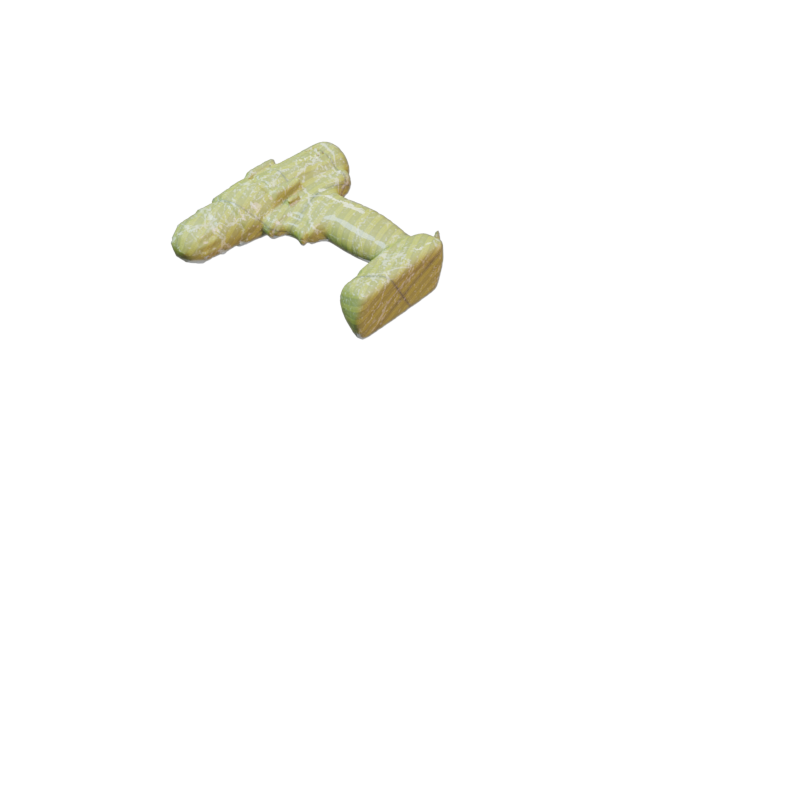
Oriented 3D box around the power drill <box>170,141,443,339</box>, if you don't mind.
[{"bbox_3d":[-0.073,-0.133,0.929,0.186,0.053,0.200,-36,58,-27],"label":"power drill"}]
